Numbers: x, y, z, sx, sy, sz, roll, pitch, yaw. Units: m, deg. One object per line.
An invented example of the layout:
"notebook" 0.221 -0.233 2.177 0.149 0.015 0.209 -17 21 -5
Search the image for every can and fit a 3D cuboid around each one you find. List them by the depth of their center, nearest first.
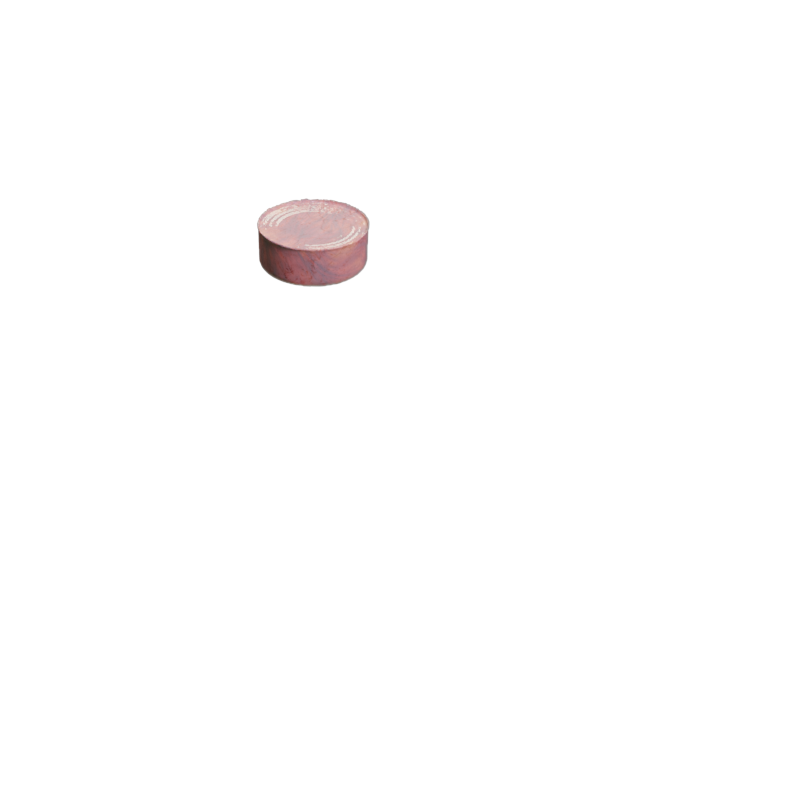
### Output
"can" -0.067 -0.122 0.853 0.086 0.031 0.092 -1 34 -2
